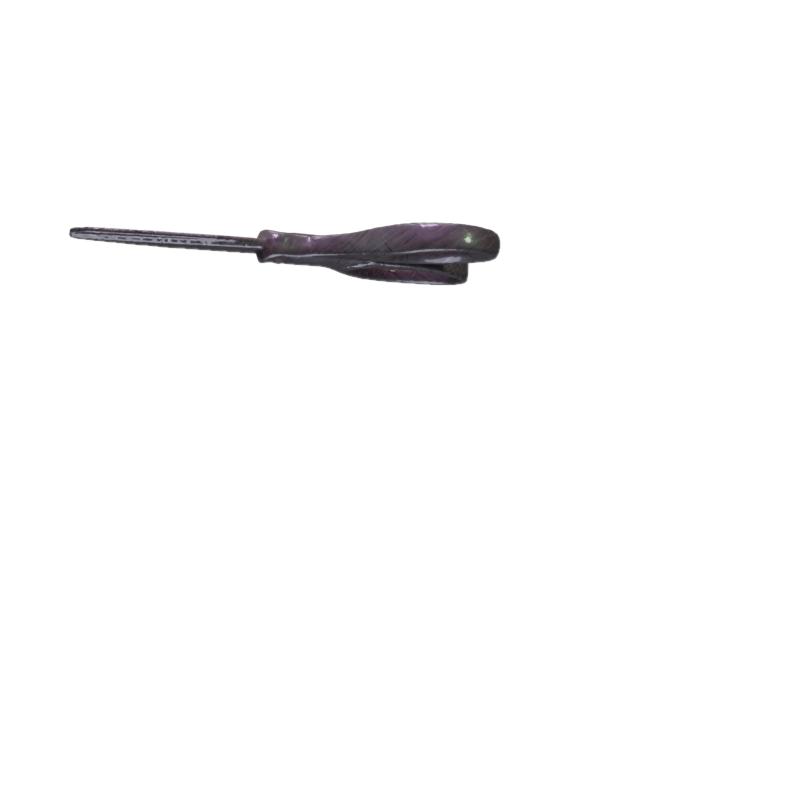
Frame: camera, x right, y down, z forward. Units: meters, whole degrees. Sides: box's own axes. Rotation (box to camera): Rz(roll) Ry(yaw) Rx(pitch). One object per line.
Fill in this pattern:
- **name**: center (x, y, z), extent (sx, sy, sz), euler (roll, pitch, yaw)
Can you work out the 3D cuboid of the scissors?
- **scissors**: center (-0.040, -0.073, 0.512), extent (0.193, 0.016, 0.098), euler (4, -7, -34)
